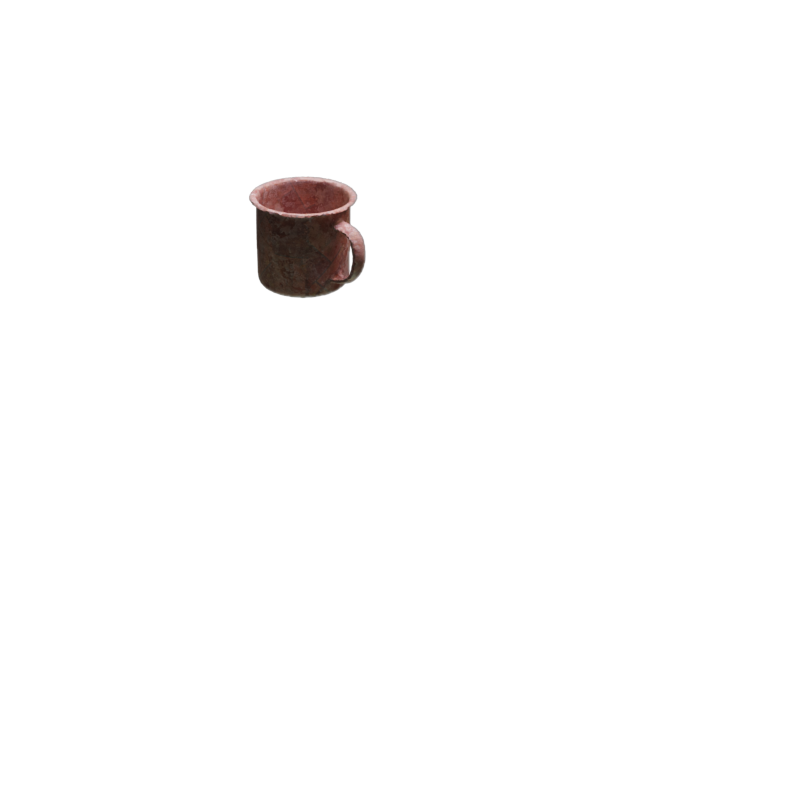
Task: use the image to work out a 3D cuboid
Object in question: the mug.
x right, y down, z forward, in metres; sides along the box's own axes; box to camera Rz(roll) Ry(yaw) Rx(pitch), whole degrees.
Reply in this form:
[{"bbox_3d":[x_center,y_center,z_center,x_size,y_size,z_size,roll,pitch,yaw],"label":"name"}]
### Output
[{"bbox_3d":[-0.075,-0.137,0.963,0.124,0.077,0.093,23,35,35],"label":"mug"}]
